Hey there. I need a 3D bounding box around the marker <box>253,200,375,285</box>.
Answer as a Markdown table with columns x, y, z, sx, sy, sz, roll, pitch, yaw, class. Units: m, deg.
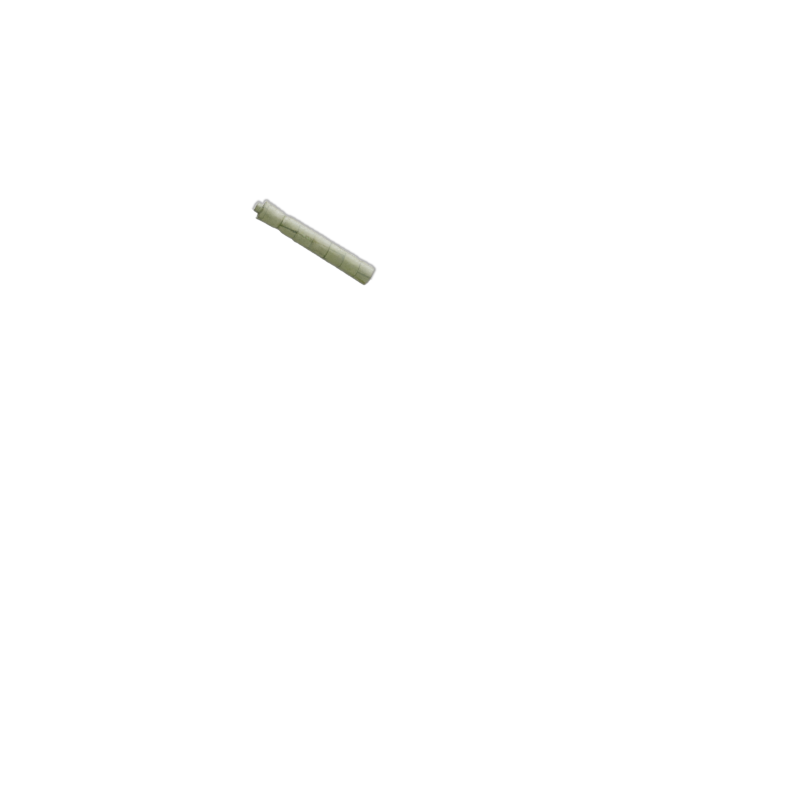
| x | y | z | sx | sy | sz | roll | pitch | yaw | class |
| --- | --- | --- | --- | --- | --- | --- | --- | --- | --- |
| -0.077 | -0.140 | 0.981 | 0.118 | 0.020 | 0.020 | 31 | -4 | -11 | marker |
